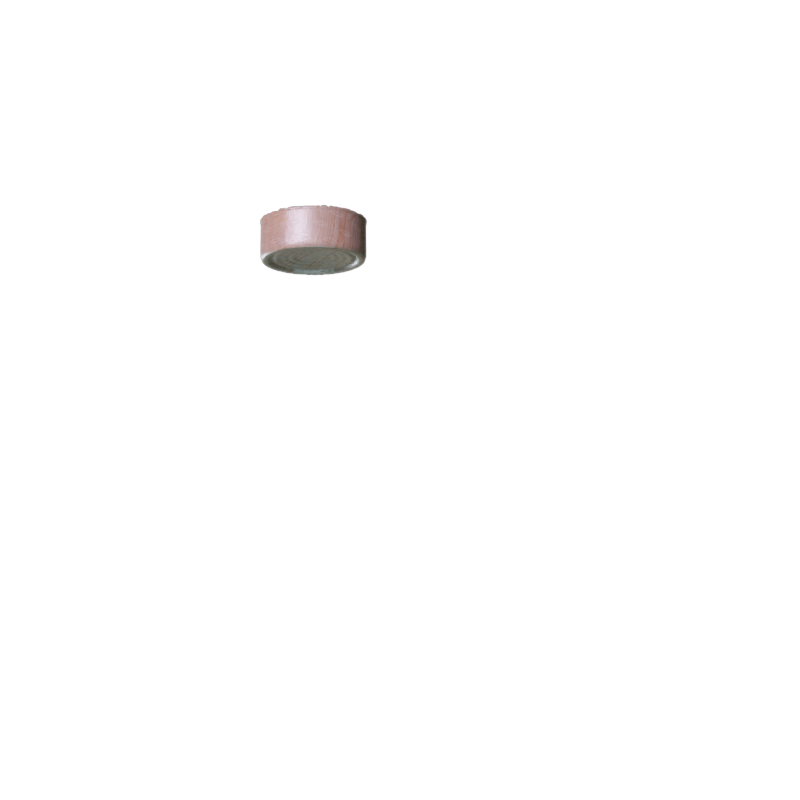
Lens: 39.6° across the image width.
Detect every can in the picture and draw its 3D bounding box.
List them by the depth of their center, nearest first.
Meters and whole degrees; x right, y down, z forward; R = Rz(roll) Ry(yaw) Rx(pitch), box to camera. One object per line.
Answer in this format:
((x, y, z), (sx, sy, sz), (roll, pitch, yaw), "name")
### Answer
((-0.069, -0.126, 0.884), (0.086, 0.035, 0.083), (0, -10, -2), "can")
